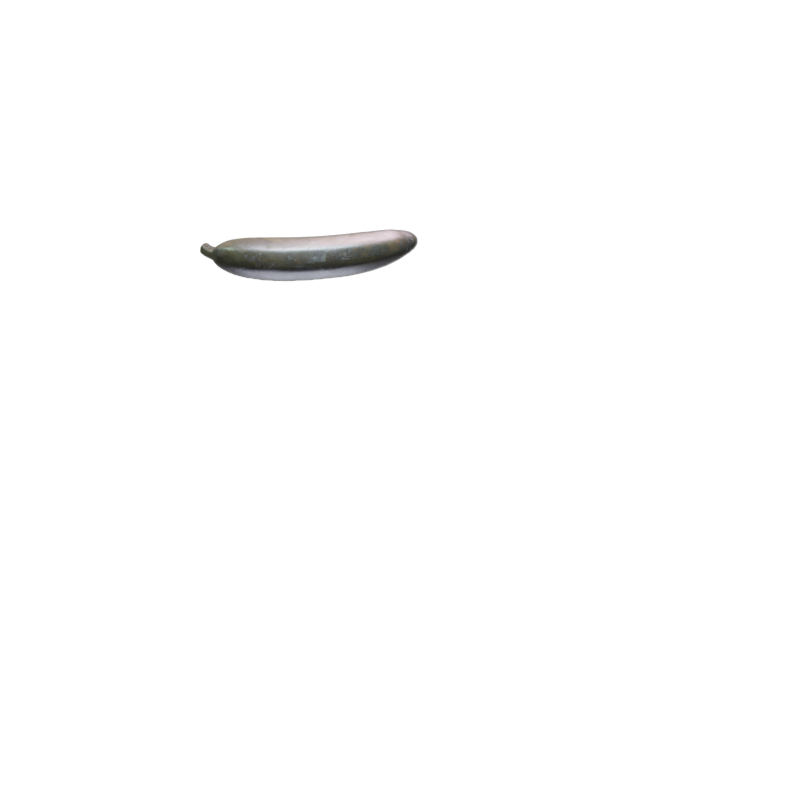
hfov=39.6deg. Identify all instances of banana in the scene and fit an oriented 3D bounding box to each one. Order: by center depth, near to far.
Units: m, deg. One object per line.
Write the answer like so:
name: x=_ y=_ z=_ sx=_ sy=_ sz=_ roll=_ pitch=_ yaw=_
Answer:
banana: x=-0.080 y=-0.132 z=0.981 sx=0.197 sy=0.035 sz=0.074 roll=-1 pitch=32 yaw=-2
